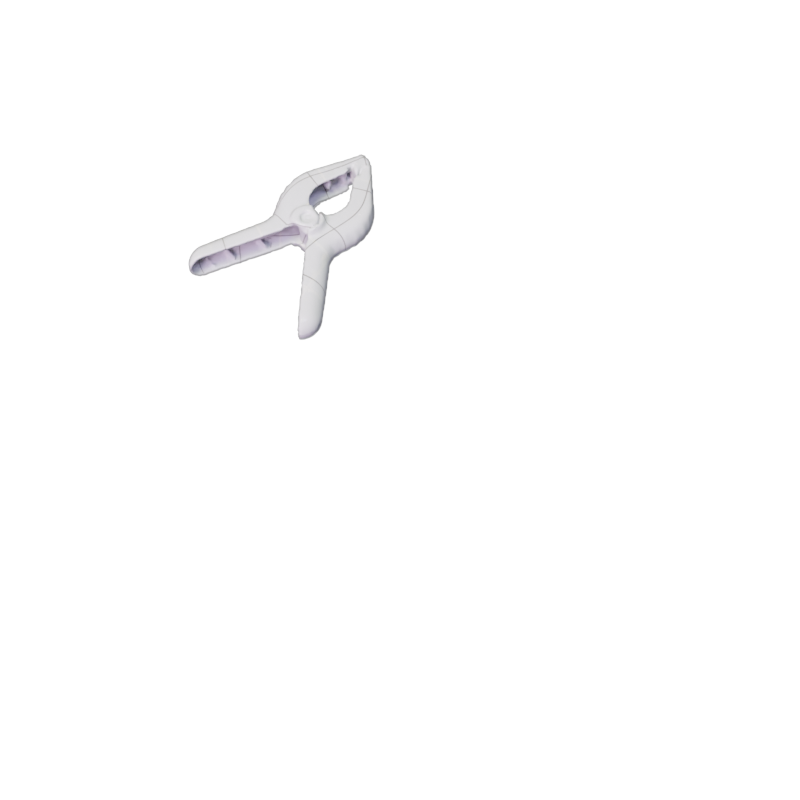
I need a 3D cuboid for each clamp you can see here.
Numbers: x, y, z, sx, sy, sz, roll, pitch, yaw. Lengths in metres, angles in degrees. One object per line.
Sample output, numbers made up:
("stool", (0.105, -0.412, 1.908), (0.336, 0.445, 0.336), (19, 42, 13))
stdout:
("clamp", (-0.069, -0.125, 0.877), (0.126, 0.173, 0.037), (40, -22, 19))
